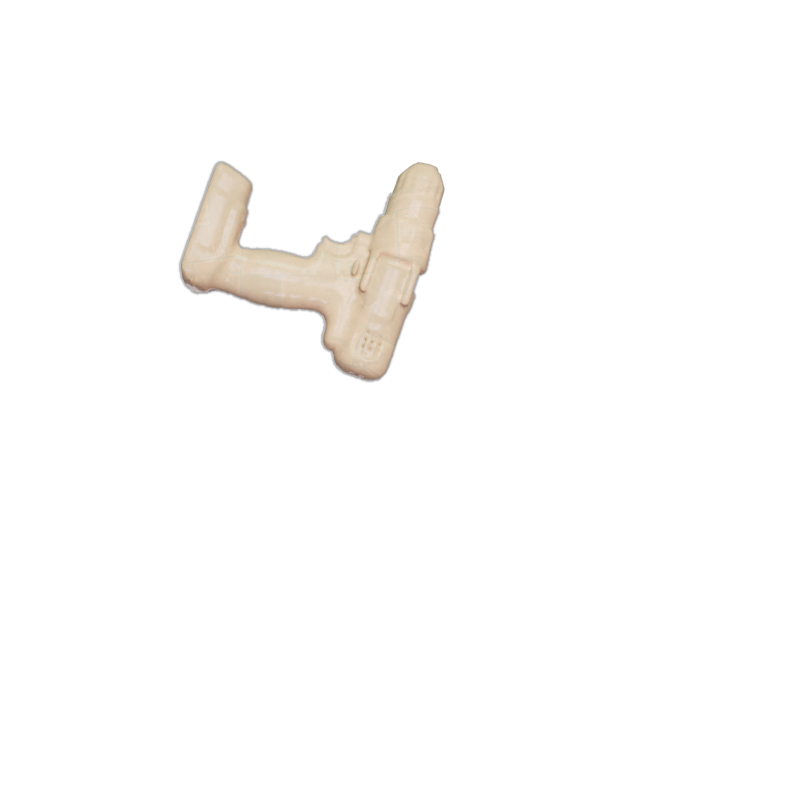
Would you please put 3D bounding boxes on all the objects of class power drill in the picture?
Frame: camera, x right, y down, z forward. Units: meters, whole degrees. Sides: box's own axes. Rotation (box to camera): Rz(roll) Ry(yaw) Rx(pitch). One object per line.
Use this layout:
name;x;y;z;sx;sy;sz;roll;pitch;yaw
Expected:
power drill;-0.070;-0.128;0.895;0.189;0.189;0.055;18;-14;4
